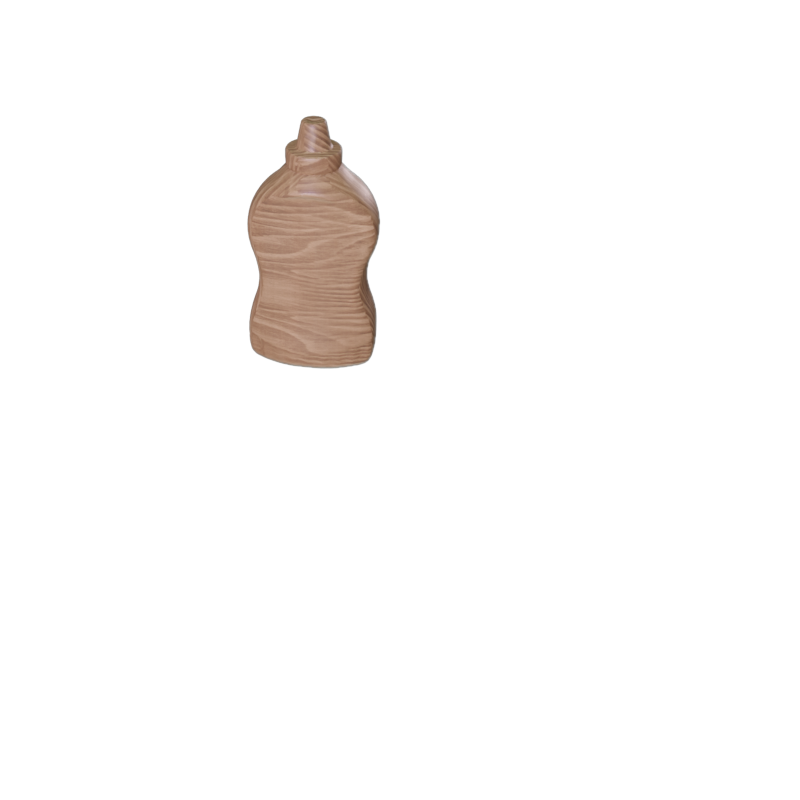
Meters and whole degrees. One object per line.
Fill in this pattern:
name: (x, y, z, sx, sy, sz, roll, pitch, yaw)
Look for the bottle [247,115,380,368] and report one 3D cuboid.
bottle: (-0.064, -0.117, 0.817, 0.097, 0.180, 0.061, 7, 31, 8)
